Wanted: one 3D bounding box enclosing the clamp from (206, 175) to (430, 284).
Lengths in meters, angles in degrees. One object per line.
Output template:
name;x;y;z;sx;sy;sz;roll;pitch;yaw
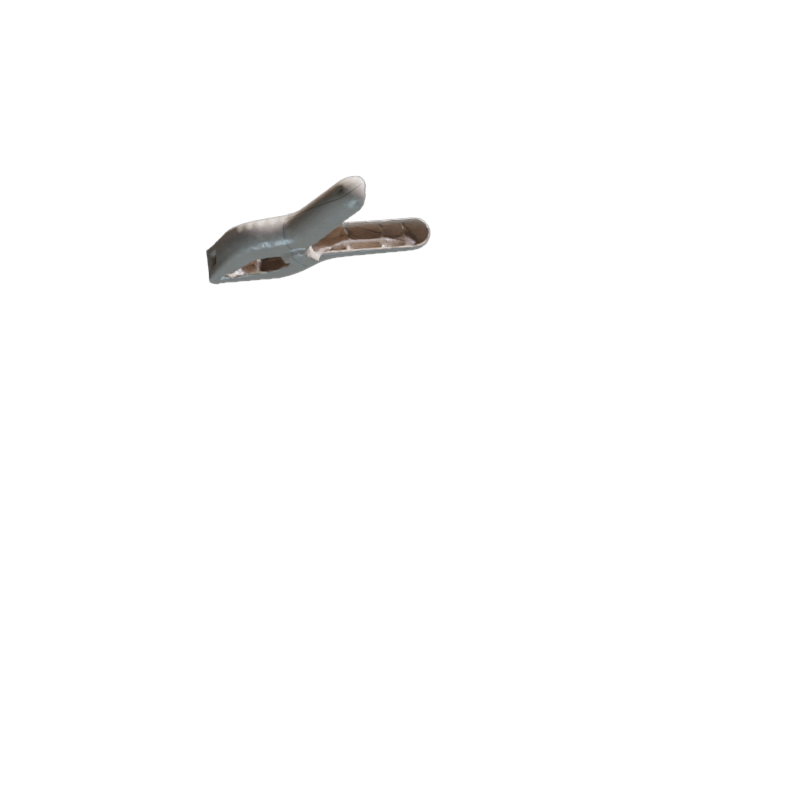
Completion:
clamp;-0.065;-0.119;0.835;0.174;0.041;0.112;-13;-22;34
